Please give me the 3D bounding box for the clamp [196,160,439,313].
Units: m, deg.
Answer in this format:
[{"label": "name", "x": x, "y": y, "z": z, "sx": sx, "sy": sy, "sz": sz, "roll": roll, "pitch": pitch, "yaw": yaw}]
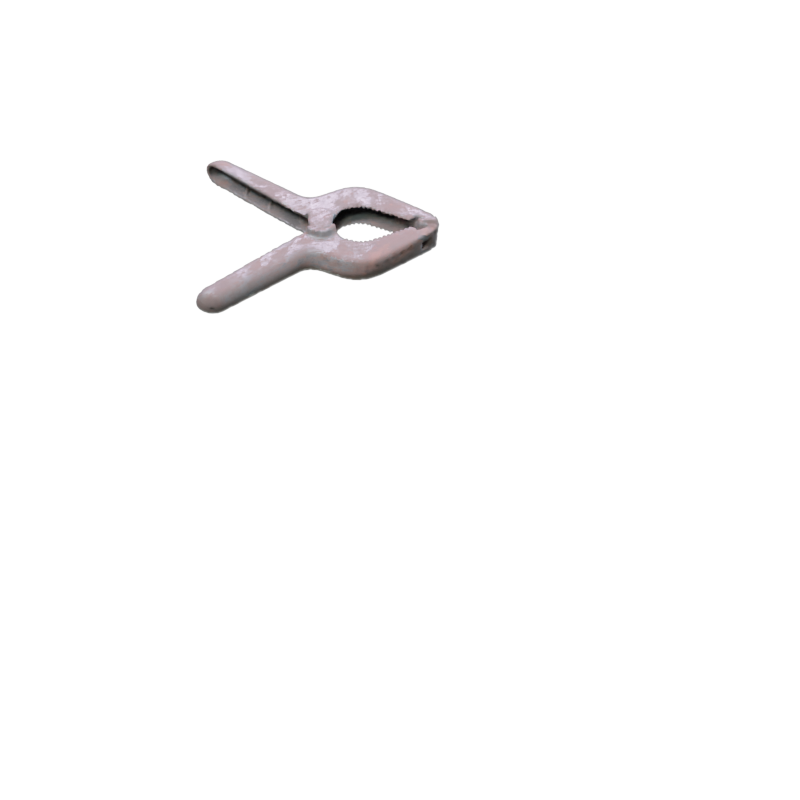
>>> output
[{"label": "clamp", "x": -0.074, "y": -0.135, "z": 0.944, "sx": 0.211, "sy": 0.175, "sz": 0.034, "roll": 4, "pitch": -37, "yaw": 3}]
